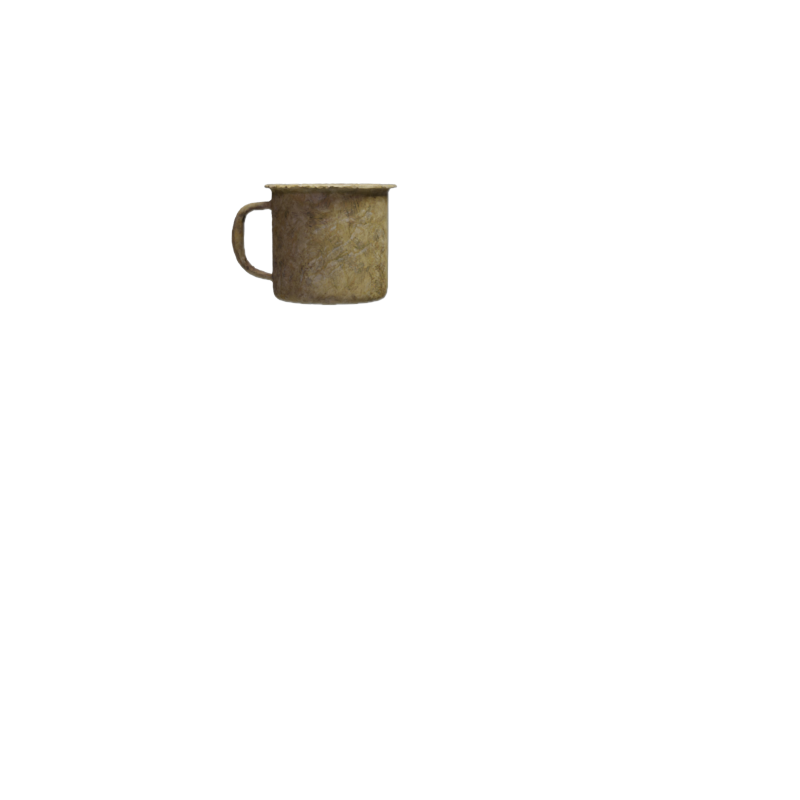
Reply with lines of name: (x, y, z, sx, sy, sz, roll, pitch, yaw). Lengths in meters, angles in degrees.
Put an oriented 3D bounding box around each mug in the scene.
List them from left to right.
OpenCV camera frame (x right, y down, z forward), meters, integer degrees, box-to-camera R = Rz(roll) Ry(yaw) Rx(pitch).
mug: (-0.061, -0.112, 0.781, 0.118, 0.080, 0.094, 1, 8, 4)
